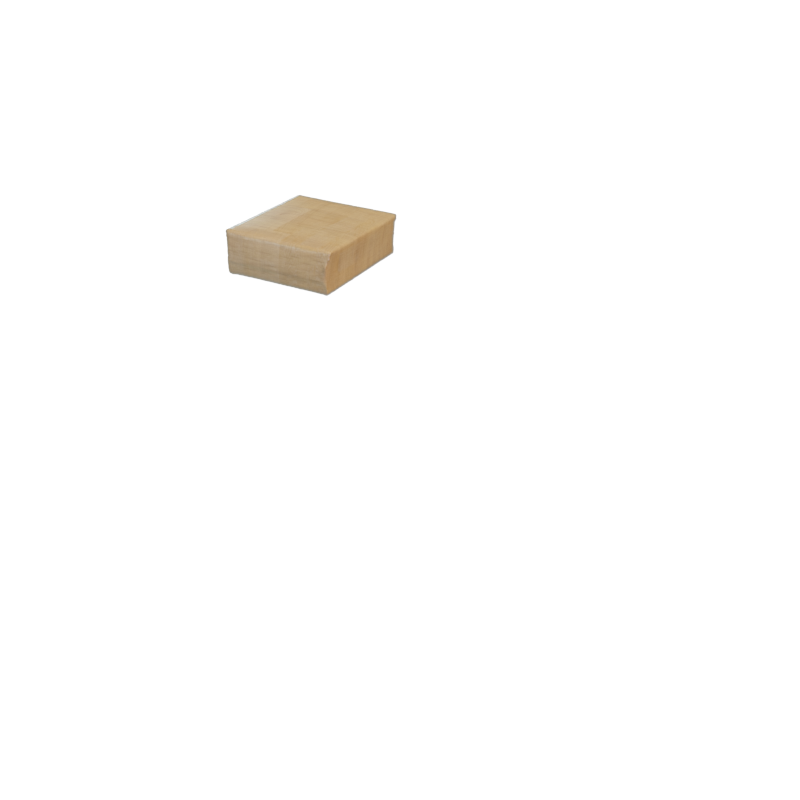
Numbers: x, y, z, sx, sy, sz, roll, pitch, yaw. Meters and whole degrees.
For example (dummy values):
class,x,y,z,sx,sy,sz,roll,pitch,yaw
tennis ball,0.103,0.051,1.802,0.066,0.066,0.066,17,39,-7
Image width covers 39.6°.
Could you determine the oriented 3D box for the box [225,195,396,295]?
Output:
class,x,y,z,sx,sy,sz,roll,pitch,yaw
box,-0.067,-0.122,0.851,0.094,0.037,0.115,13,30,23
